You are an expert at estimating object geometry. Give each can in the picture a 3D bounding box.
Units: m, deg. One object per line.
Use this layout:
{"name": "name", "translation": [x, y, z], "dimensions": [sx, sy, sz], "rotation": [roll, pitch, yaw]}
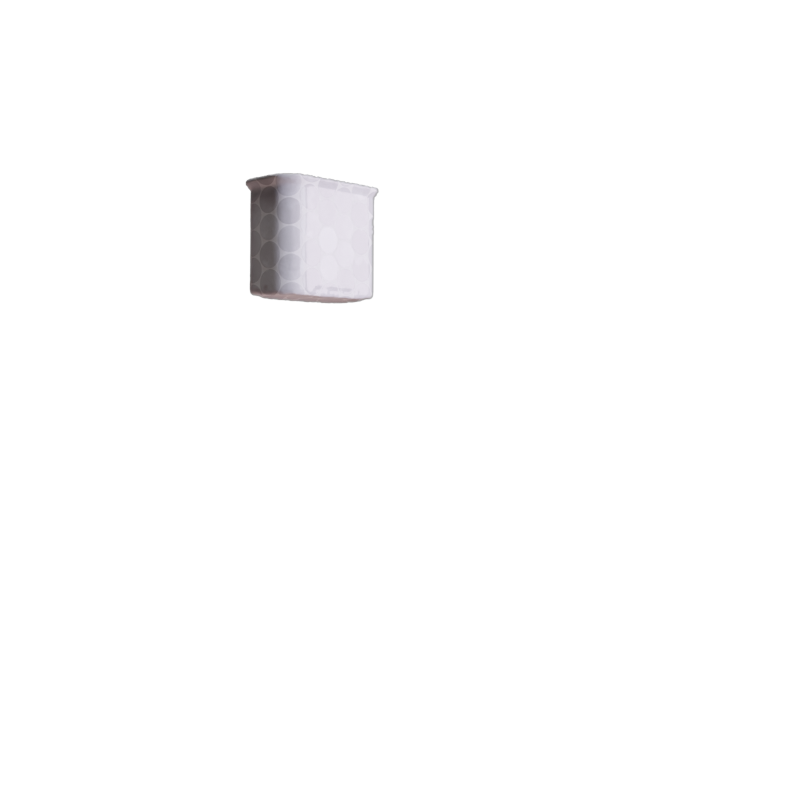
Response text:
{"name": "can", "translation": [-0.063, -0.115, 0.803], "dimensions": [0.059, 0.085, 0.097], "rotation": [-4, -4, 42]}
